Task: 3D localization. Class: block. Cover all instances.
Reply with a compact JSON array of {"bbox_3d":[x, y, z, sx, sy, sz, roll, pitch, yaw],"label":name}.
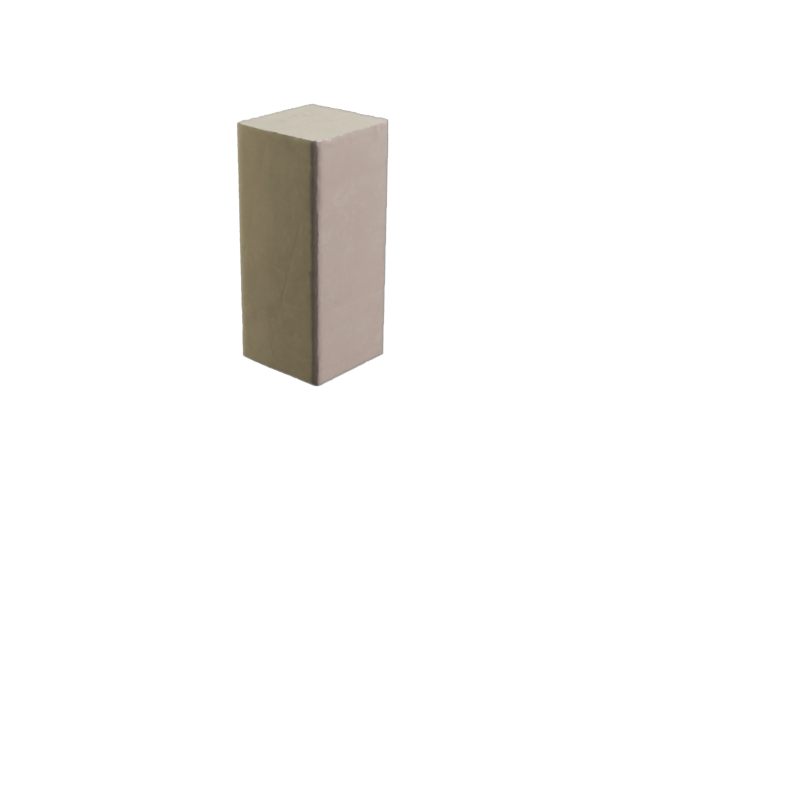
[{"bbox_3d":[-0.071,-0.131,0.917,0.095,0.197,0.090,19,28,37],"label":"block"}]
